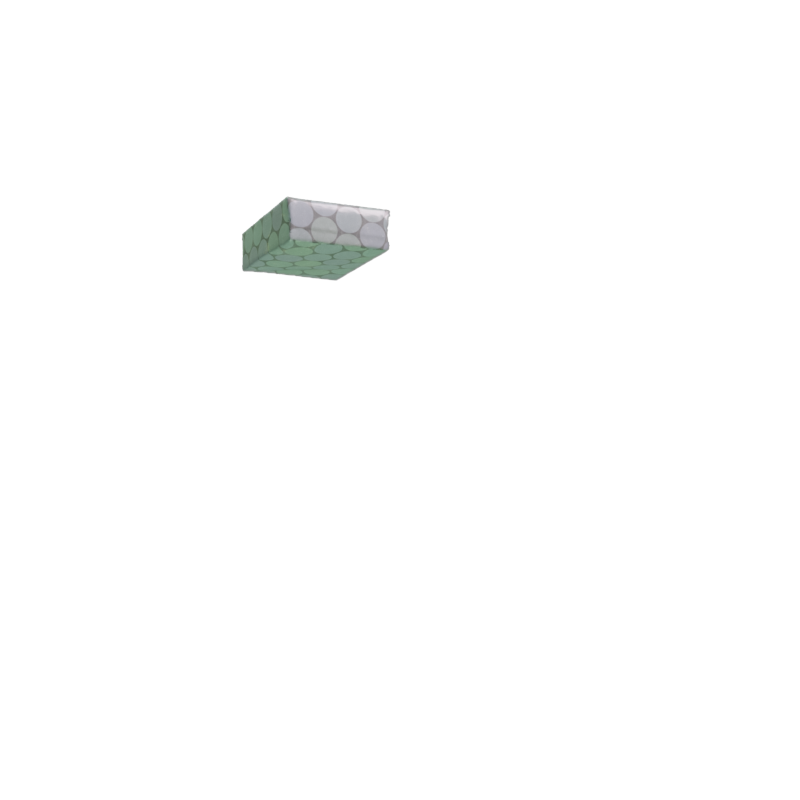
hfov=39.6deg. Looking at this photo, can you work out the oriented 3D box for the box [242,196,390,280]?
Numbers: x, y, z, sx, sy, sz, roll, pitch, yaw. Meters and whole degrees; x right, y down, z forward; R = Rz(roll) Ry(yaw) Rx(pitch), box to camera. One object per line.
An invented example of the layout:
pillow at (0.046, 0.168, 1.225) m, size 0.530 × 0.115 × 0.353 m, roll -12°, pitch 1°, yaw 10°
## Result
box at (-0.072, -0.130, 0.913) m, size 0.087 × 0.040 × 0.114 m, roll 3°, pitch -8°, yaw -25°
